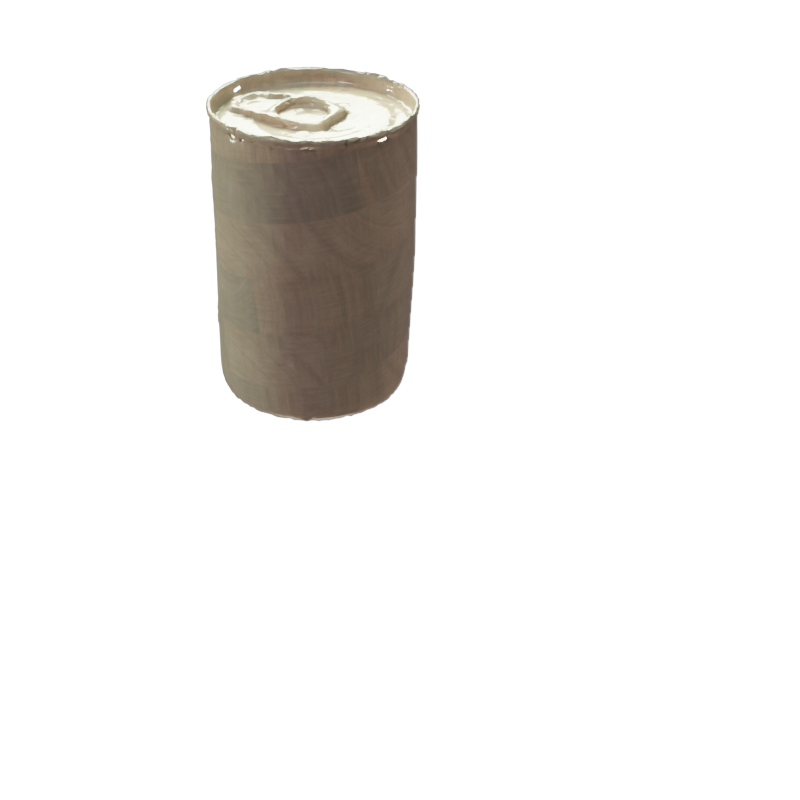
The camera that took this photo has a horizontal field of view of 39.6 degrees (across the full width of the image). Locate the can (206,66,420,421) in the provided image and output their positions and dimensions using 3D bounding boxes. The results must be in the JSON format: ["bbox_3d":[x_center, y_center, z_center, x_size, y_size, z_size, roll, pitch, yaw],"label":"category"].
[{"bbox_3d":[-0.029,-0.054,0.375,0.068,0.096,0.073,0,31,-3],"label":"can"}]
